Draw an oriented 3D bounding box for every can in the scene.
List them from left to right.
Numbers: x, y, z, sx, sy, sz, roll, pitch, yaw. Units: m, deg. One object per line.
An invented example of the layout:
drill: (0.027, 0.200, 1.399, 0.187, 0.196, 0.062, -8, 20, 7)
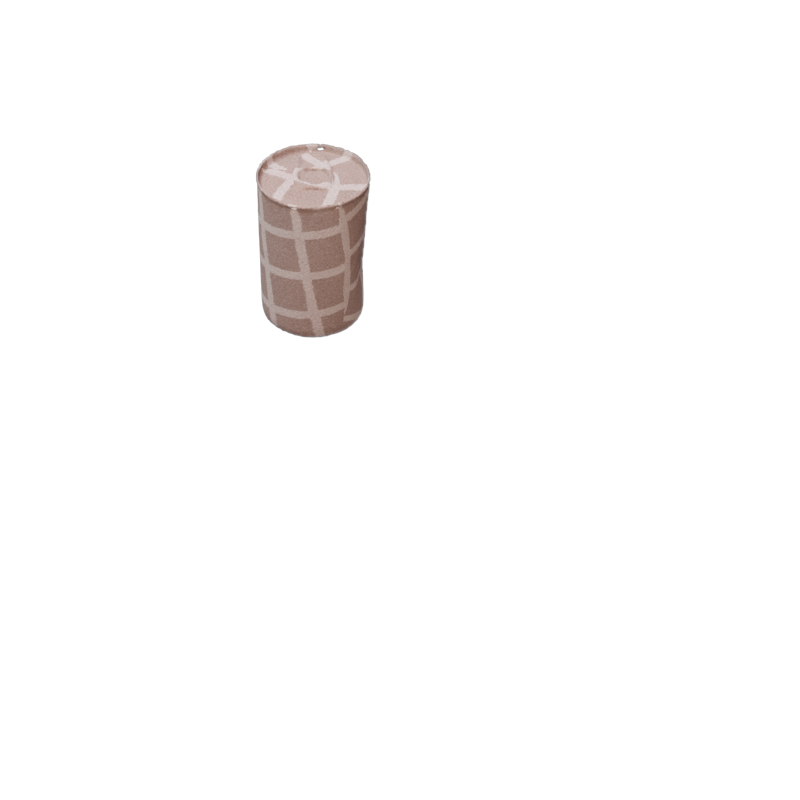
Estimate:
can: (-0.054, -0.098, 0.685, 0.068, 0.095, 0.073, 0, 42, -3)
